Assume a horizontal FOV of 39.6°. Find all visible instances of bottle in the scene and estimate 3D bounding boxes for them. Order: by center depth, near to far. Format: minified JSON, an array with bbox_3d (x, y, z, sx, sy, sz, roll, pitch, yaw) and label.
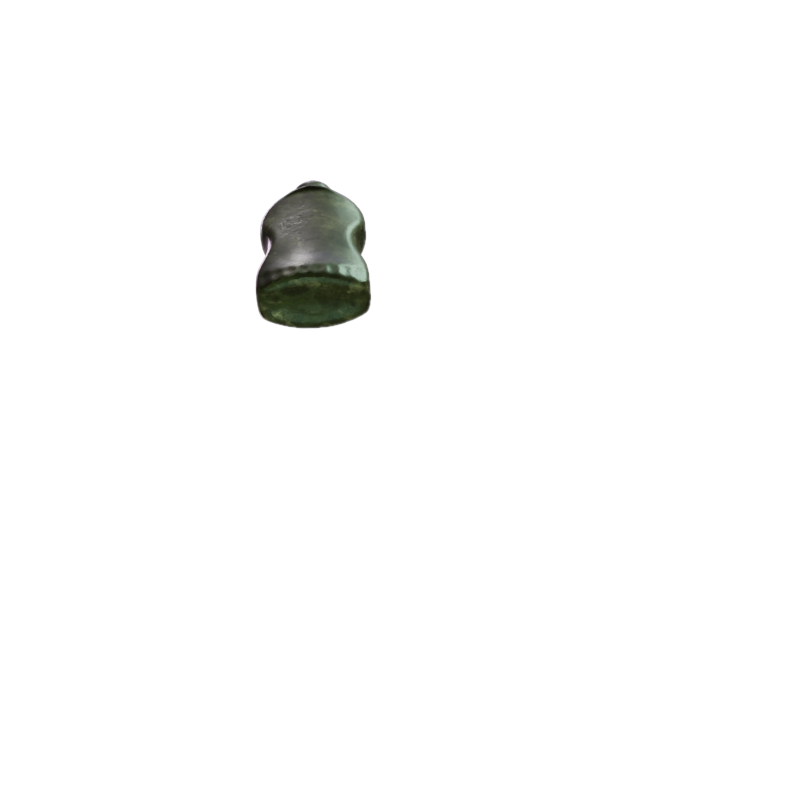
[{"bbox_3d":[-0.078,-0.143,0.997,0.096,0.054,0.205,-6,38,1],"label":"bottle"}]
